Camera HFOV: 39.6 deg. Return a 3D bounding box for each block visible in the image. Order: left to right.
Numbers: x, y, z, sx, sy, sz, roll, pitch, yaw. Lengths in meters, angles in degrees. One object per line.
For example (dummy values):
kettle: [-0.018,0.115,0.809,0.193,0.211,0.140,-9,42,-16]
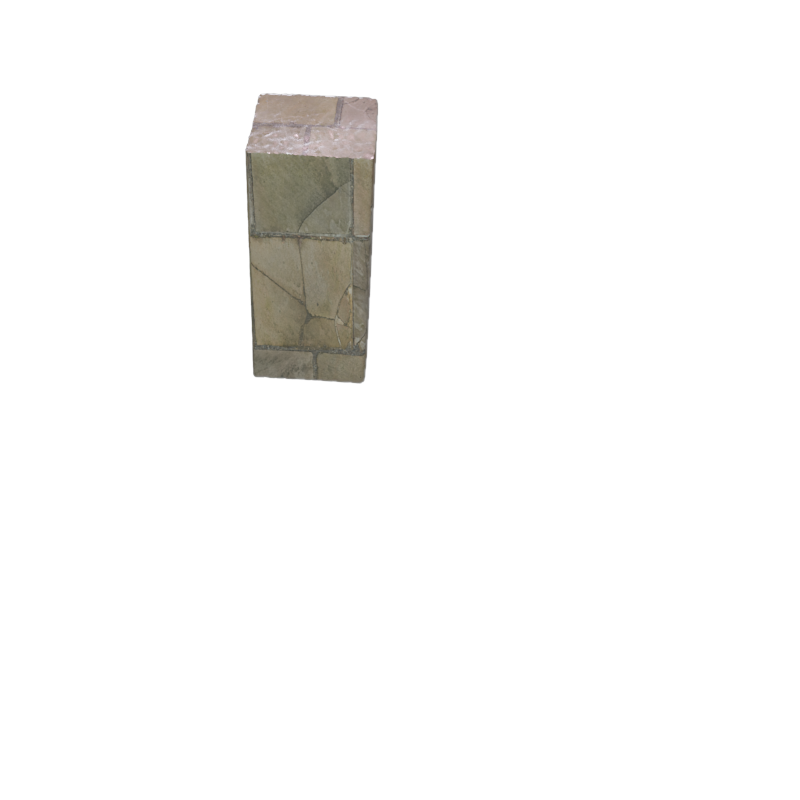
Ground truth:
block: [-0.066,-0.121,0.848,0.091,0.193,0.096,3,39,1]
